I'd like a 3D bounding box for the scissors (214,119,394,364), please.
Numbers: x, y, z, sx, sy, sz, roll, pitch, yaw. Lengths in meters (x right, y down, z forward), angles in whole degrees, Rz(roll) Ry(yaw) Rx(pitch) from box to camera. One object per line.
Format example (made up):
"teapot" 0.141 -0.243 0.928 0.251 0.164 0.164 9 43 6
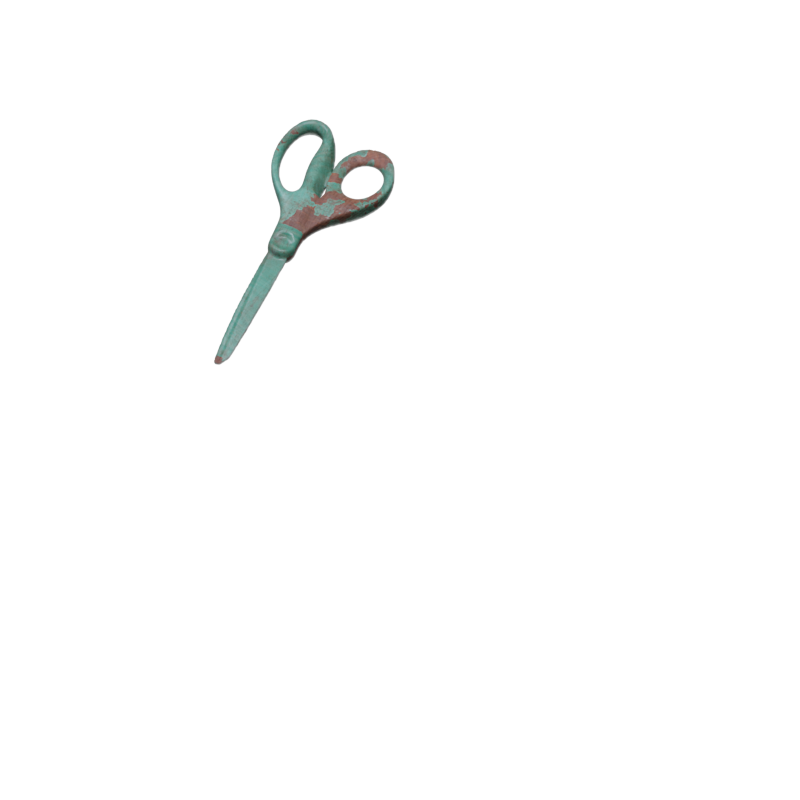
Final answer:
"scissors" -0.058 -0.106 0.745 0.097 0.214 0.015 6 -31 3
